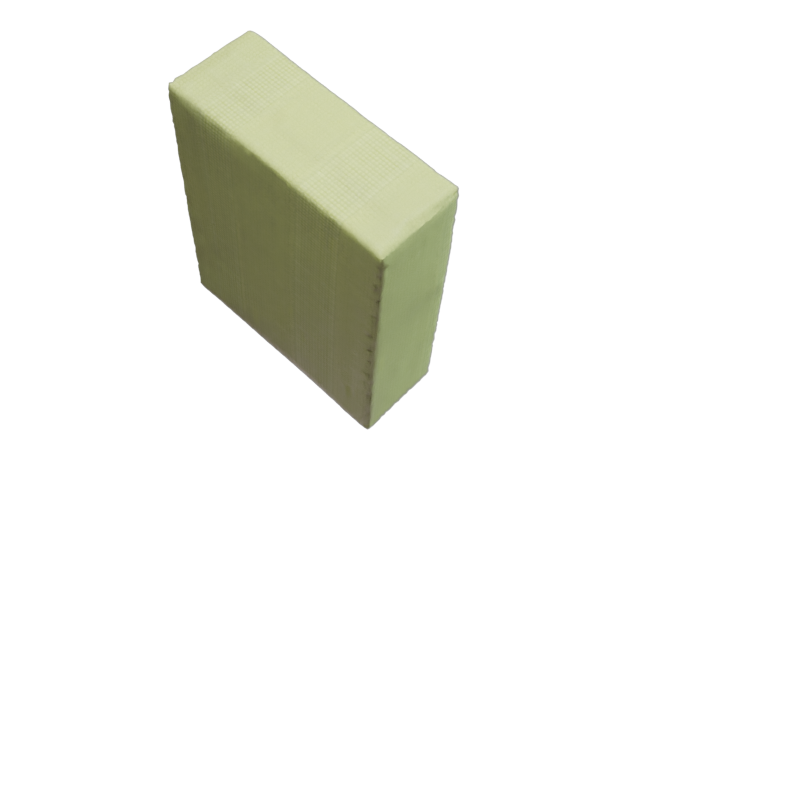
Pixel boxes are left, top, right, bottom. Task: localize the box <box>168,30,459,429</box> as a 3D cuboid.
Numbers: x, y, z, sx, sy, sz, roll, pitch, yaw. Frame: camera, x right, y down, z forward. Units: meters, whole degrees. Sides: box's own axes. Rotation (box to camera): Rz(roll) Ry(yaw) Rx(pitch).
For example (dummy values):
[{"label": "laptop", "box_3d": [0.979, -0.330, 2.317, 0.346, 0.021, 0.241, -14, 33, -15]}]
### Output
[{"label": "box", "box_3d": [-0.053, -0.096, 0.676, 0.073, 0.173, 0.201, -41, -20, -22]}]
